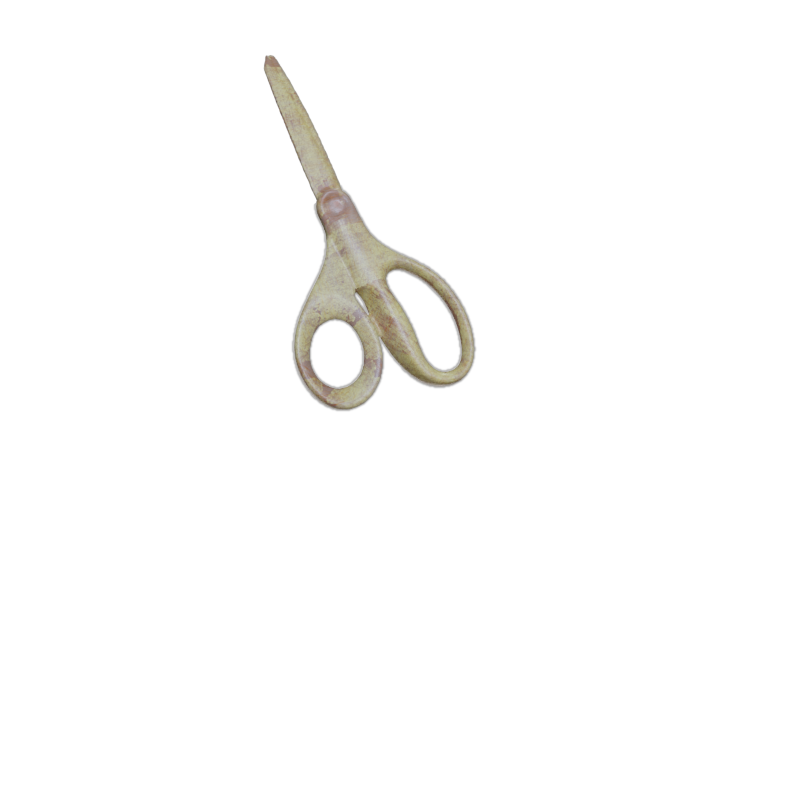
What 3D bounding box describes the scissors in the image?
[{"bbox_3d":[-0.044,-0.081,0.564,0.096,0.210,0.015,-36,-16,-12],"label":"scissors"}]
